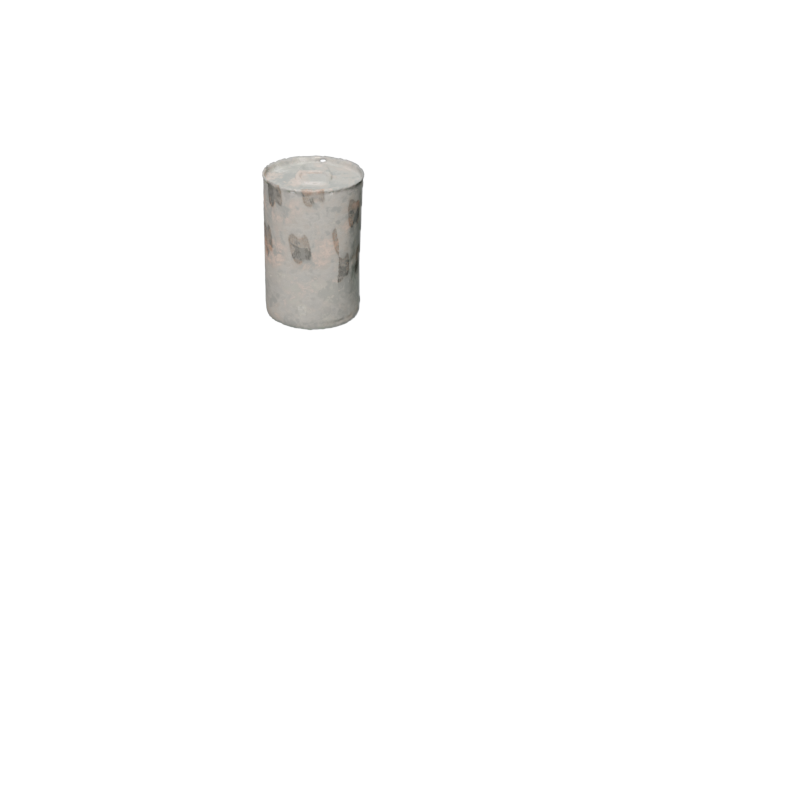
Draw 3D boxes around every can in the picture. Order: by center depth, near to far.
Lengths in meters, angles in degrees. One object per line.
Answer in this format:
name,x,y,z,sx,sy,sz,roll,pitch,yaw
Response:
can,-0.059,-0.108,0.756,0.068,0.097,0.072,0,27,-2
